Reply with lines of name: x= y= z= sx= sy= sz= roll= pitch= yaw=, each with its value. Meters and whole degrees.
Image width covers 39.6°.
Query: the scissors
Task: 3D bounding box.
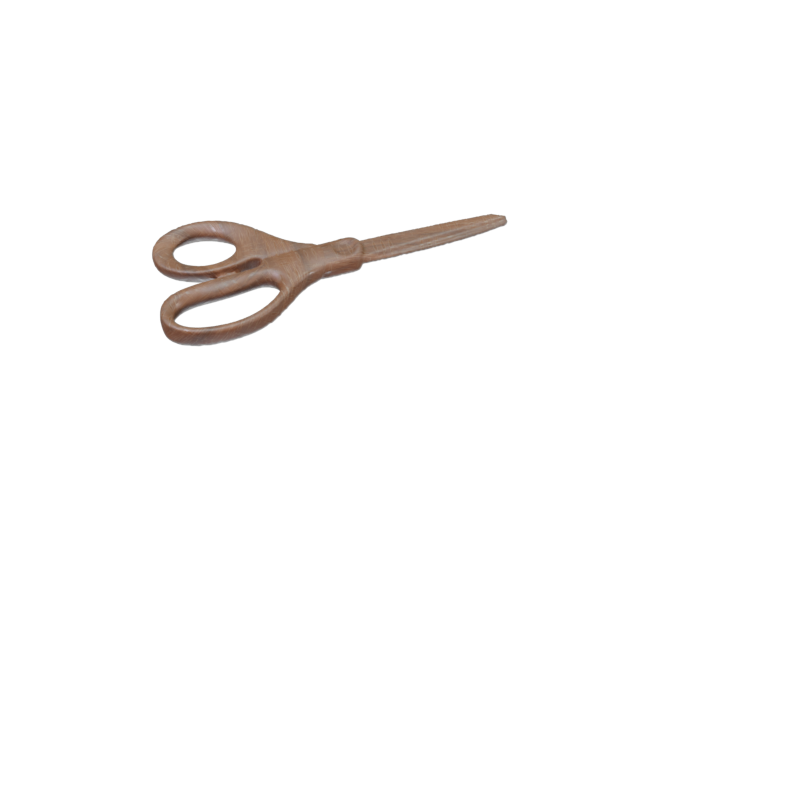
scissors: x=-0.048 y=-0.087 z=0.611 sx=0.201 sy=0.015 sz=0.104 roll=-28 pitch=51 yaw=-25
